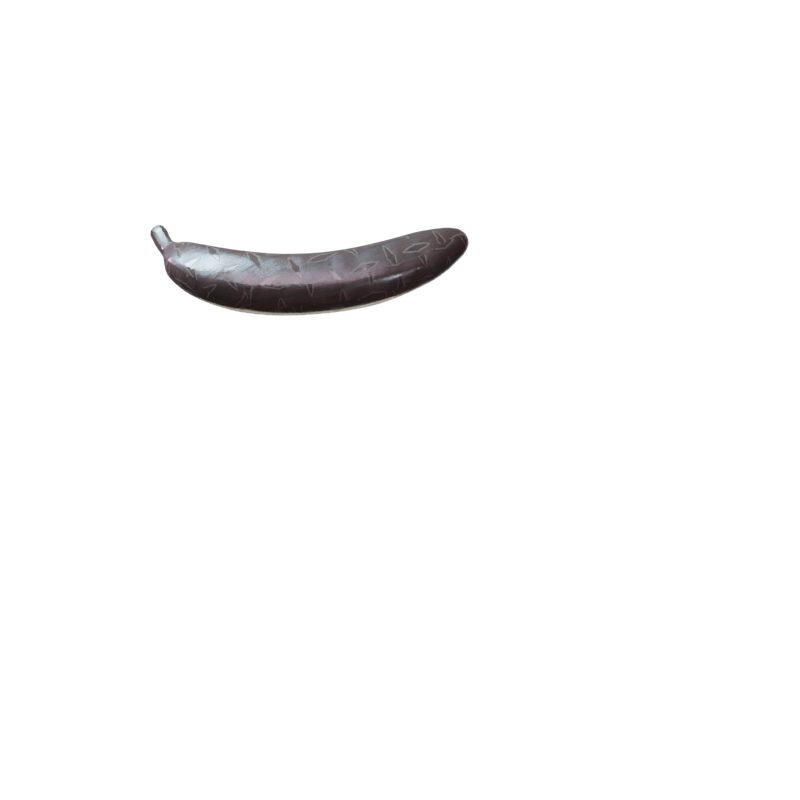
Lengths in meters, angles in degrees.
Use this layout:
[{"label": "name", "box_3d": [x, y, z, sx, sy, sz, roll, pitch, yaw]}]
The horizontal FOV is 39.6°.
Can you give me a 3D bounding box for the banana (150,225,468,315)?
[{"label": "banana", "box_3d": [-0.057, -0.081, 0.665, 0.198, 0.074, 0.034, 2, -35, 1]}]
